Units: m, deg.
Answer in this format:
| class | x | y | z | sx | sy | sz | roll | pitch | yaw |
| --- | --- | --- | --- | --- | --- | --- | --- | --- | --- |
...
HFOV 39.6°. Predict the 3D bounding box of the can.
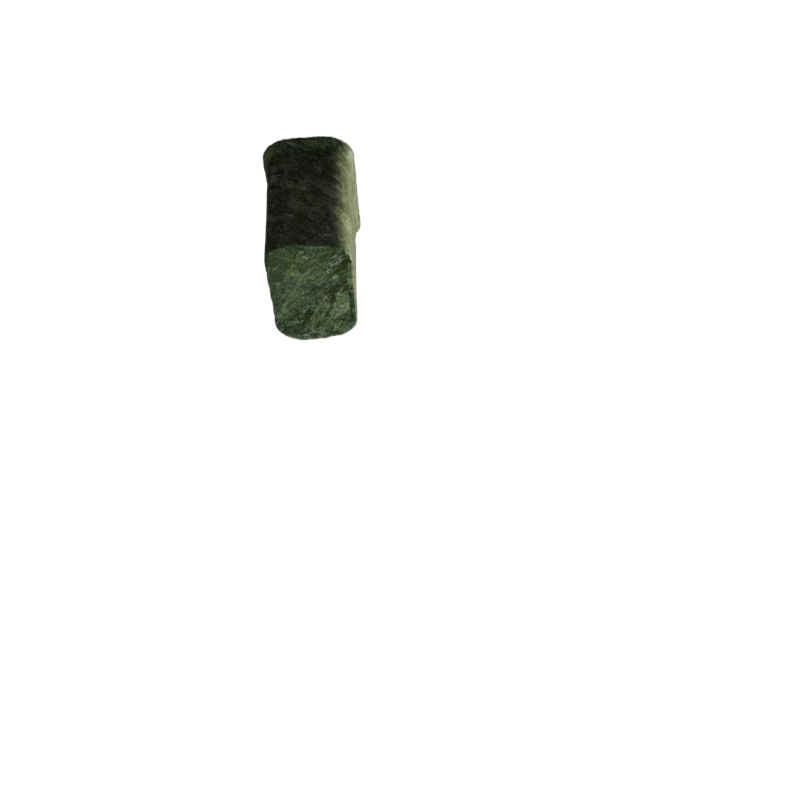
| class | x | y | z | sx | sy | sz | roll | pitch | yaw |
| --- | --- | --- | --- | --- | --- | --- | --- | --- | --- |
| can | -0.054 | -0.098 | 0.688 | 0.058 | 0.090 | 0.095 | -3 | -34 | 1 |
